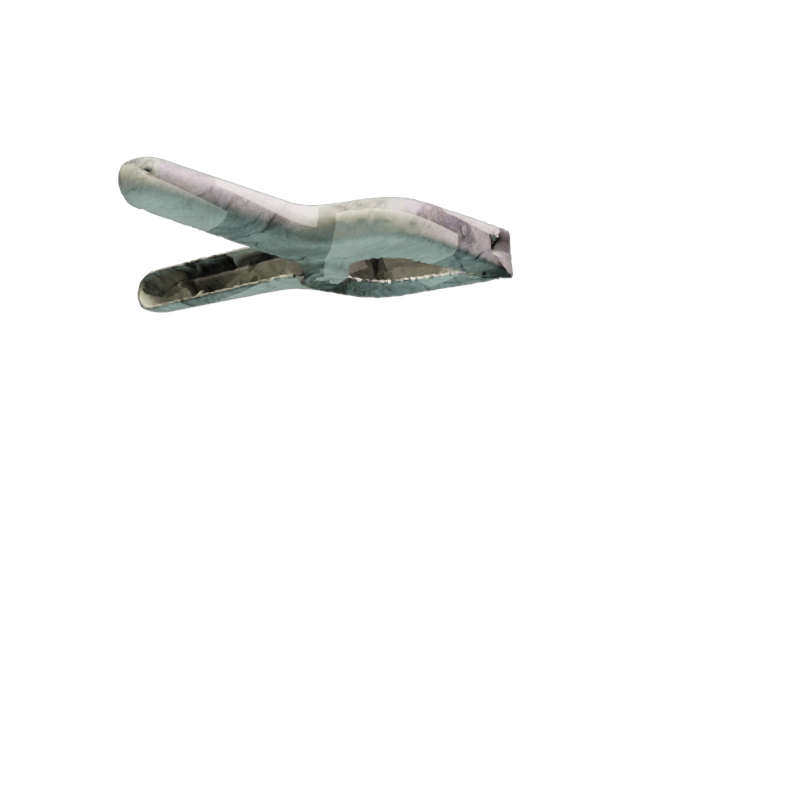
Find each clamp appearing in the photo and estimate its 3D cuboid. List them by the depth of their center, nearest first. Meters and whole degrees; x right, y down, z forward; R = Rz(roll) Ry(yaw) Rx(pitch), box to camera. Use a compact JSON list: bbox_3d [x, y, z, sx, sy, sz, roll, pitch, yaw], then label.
[{"bbox_3d":[-0.045,-0.082,0.576,0.210,0.038,0.157,0,-15,0],"label":"clamp"}]
